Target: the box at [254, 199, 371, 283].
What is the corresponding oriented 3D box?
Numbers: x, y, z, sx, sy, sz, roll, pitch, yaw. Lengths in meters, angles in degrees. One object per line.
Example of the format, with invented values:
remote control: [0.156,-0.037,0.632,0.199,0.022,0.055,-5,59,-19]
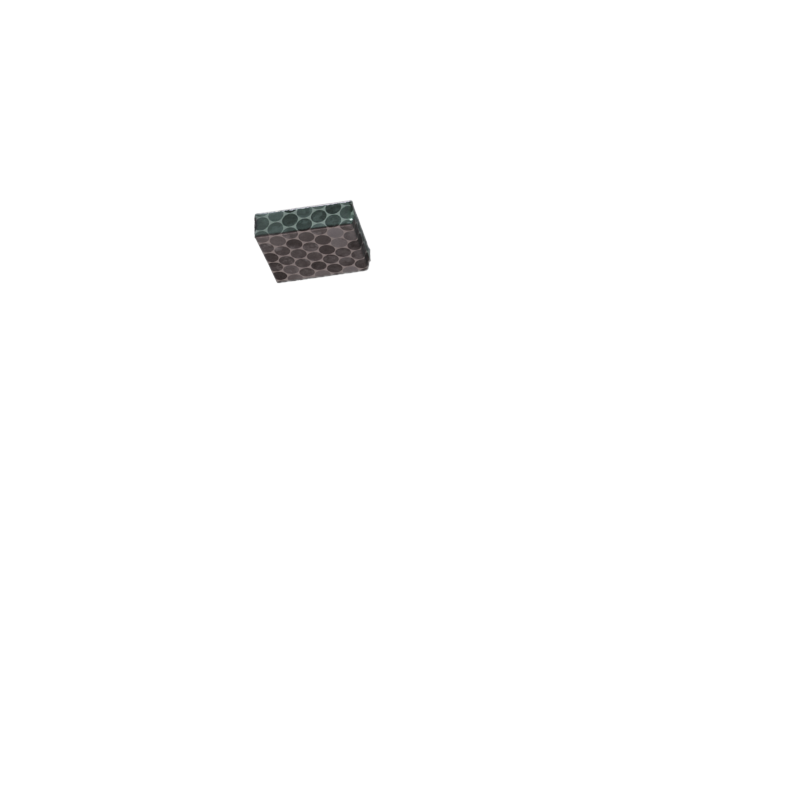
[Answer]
box: [-0.076,-0.140,0.978,0.090,0.032,0.068,-7,-32,11]
